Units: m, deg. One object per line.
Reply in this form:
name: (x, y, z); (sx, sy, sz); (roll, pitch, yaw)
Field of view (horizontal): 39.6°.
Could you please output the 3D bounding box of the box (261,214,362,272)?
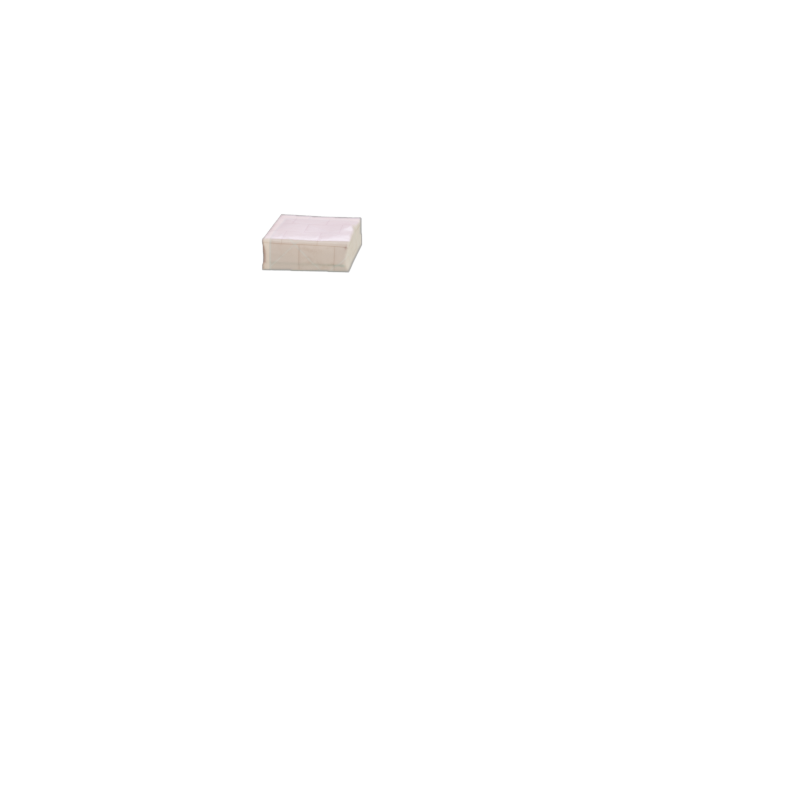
box: (-0.073, -0.134, 0.937); (0.074, 0.029, 0.092); (3, 21, 6)
